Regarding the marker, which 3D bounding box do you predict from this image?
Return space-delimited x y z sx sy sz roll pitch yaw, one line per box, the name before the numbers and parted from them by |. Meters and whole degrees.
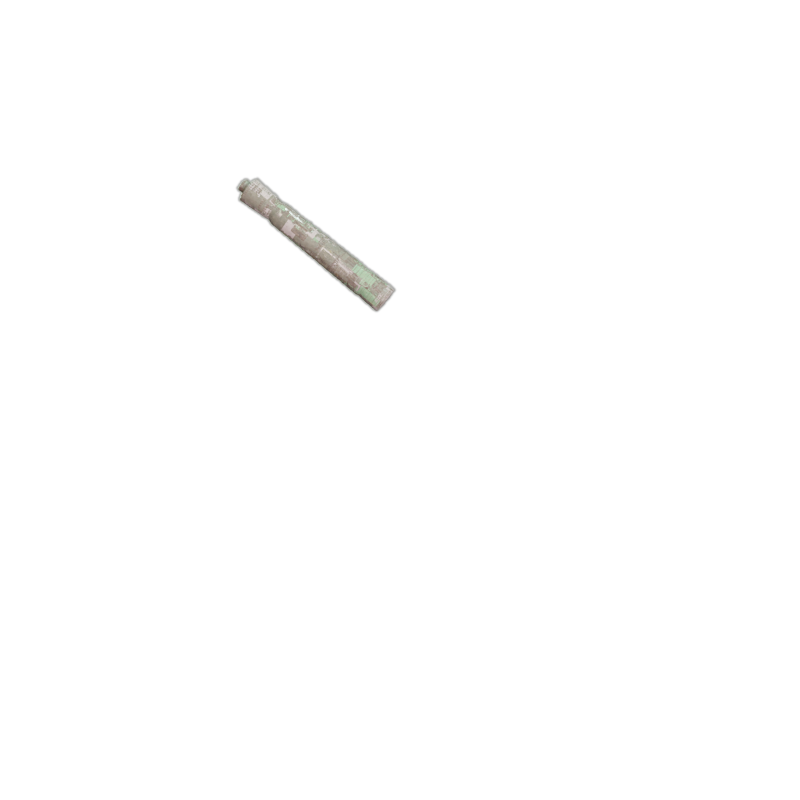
marker | -0.056 -0.102 0.713 0.123 0.020 0.019 40 8 8
